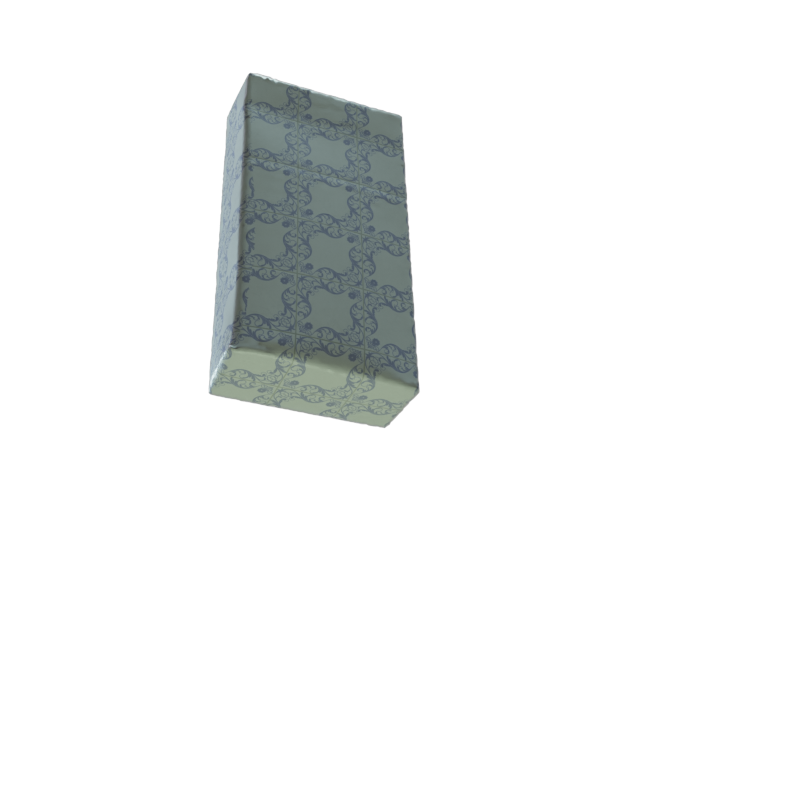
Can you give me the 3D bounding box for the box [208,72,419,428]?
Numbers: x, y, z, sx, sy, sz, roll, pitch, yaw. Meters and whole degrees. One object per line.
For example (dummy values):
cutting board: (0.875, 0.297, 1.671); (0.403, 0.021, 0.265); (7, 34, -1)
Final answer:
box: (-0.044, -0.080, 0.560); (0.090, 0.189, 0.046); (12, -39, -19)
